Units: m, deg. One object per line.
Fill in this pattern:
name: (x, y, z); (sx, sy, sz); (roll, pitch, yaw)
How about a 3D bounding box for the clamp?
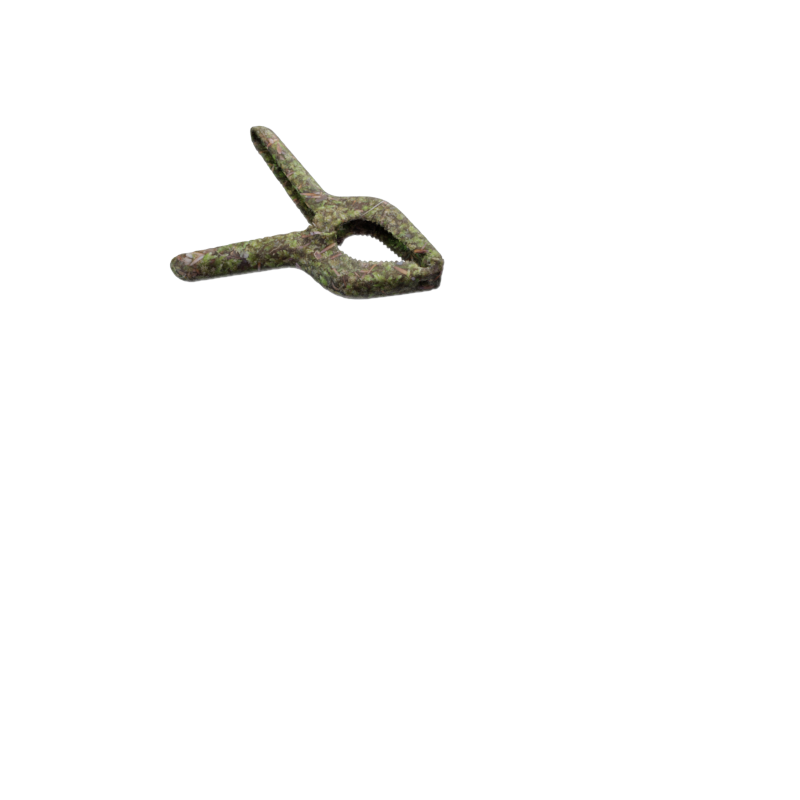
clamp: (-0.070, -0.128, 0.895); (0.217, 0.170, 0.034); (25, -29, 15)
